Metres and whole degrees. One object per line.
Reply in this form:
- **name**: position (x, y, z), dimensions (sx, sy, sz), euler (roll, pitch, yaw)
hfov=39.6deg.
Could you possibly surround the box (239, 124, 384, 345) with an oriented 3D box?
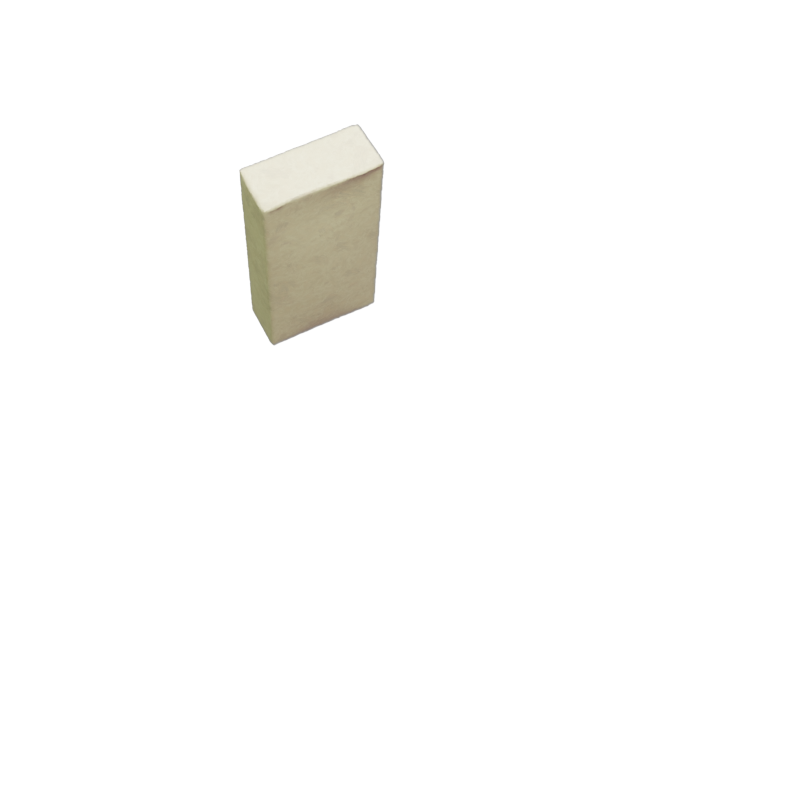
- **box**: position (-0.063, -0.115, 0.805), dimensions (0.093, 0.051, 0.166), euler (-24, -23, -15)
